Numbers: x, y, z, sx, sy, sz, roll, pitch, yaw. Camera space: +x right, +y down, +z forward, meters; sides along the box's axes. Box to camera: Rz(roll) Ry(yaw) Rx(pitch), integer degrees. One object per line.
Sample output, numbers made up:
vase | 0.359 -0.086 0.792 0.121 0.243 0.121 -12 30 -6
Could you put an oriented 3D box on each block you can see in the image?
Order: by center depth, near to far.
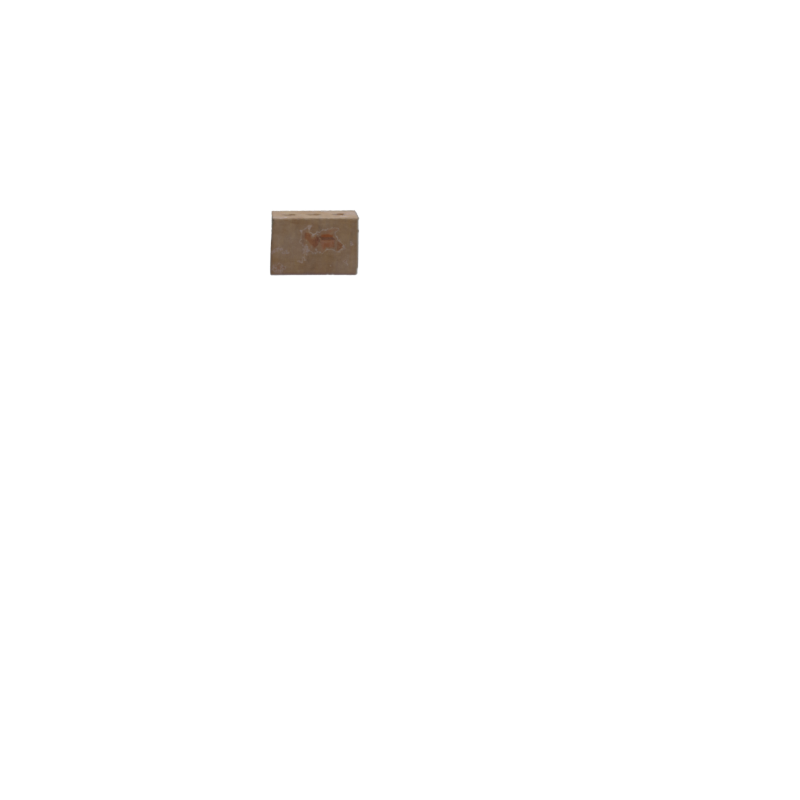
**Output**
block | -0.077 -0.141 0.987 0.078 0.050 0.055 -1 15 -4
